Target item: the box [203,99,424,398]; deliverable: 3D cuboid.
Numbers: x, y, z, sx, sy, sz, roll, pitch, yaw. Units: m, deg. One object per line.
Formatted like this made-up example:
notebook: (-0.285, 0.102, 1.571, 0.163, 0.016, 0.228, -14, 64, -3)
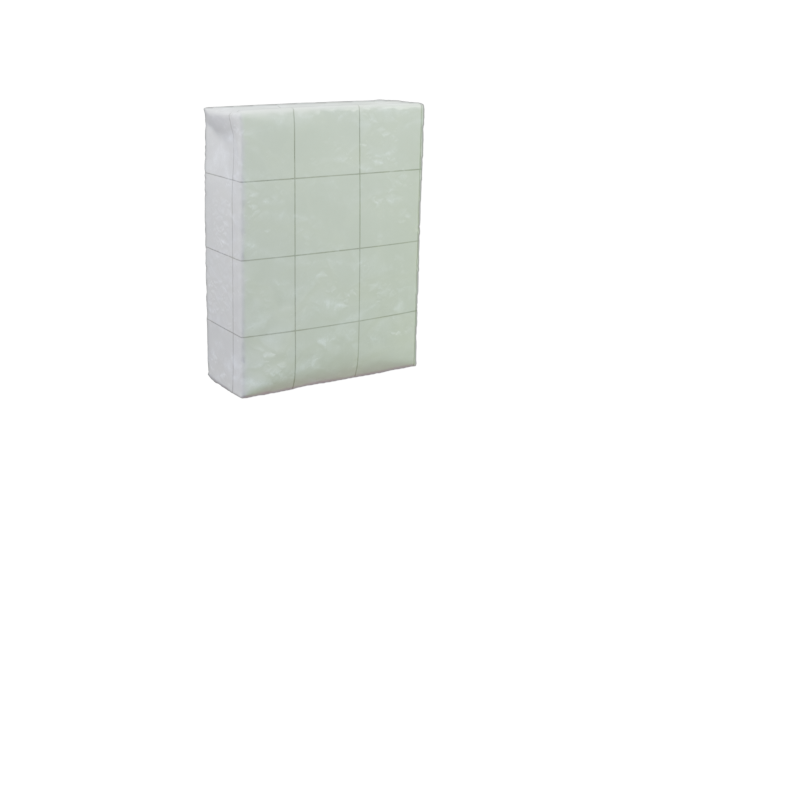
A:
box: (-0.067, -0.123, 0.861, 0.160, 0.208, 0.076, -8, 15, -33)
